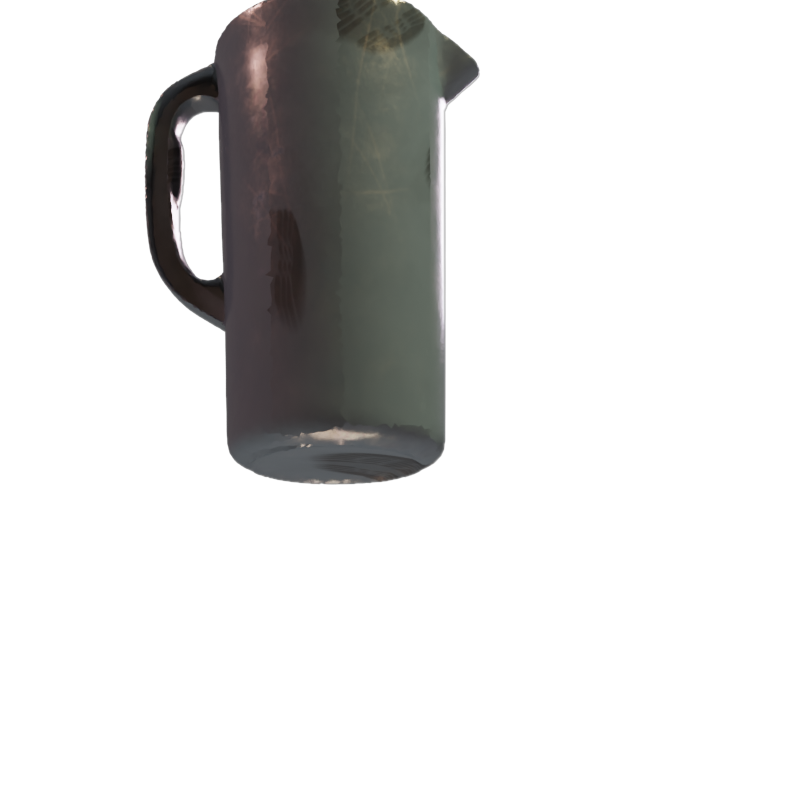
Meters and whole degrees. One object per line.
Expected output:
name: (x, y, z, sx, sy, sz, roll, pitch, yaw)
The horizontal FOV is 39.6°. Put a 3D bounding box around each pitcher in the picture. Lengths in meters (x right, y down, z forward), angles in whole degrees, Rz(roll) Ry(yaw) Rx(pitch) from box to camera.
pitcher: (-0.046, -0.085, 0.593, 0.137, 0.256, 0.150, 15, -26, -36)
